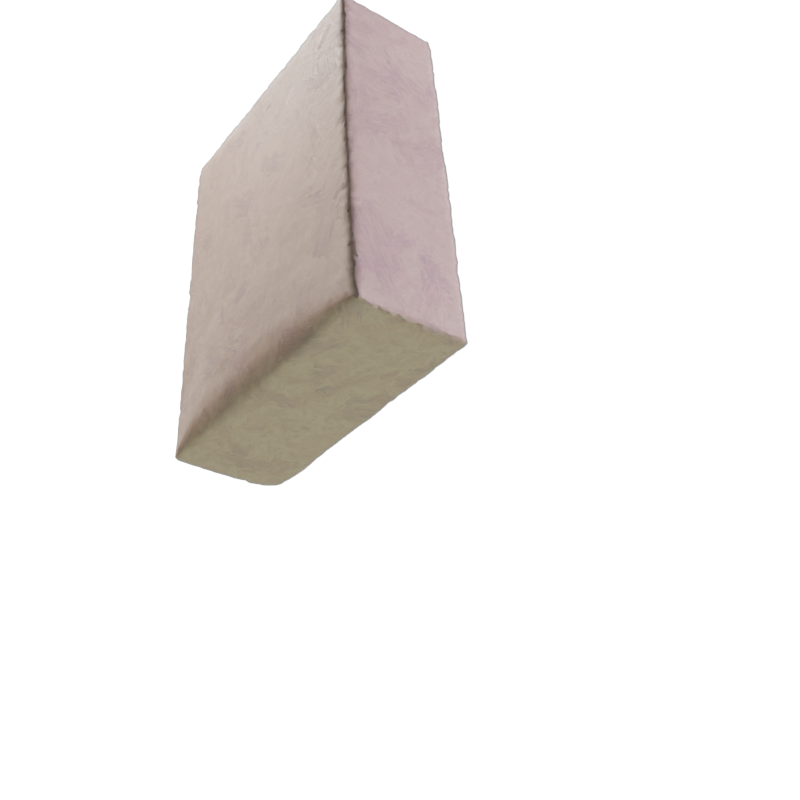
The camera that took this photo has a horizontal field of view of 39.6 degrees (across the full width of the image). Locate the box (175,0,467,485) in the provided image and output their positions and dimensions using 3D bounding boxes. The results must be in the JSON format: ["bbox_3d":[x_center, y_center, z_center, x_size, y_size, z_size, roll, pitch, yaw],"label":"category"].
[{"bbox_3d":[-0.047,-0.085,0.597,0.068,0.229,0.161,23,-44,-30],"label":"box"}]
